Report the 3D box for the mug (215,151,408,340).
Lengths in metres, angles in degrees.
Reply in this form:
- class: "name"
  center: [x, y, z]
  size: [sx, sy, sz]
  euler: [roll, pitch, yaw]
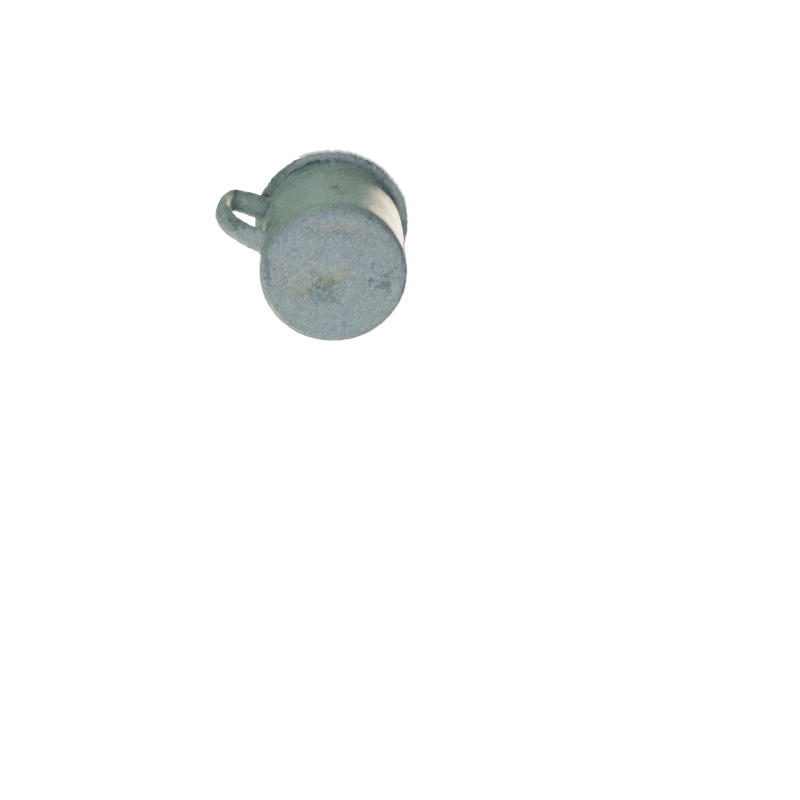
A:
- class: "mug"
  center: [-0.050, -0.091, 0.636]
  size: [0.115, 0.090, 0.086]
  euler: [22, 24, -12]
